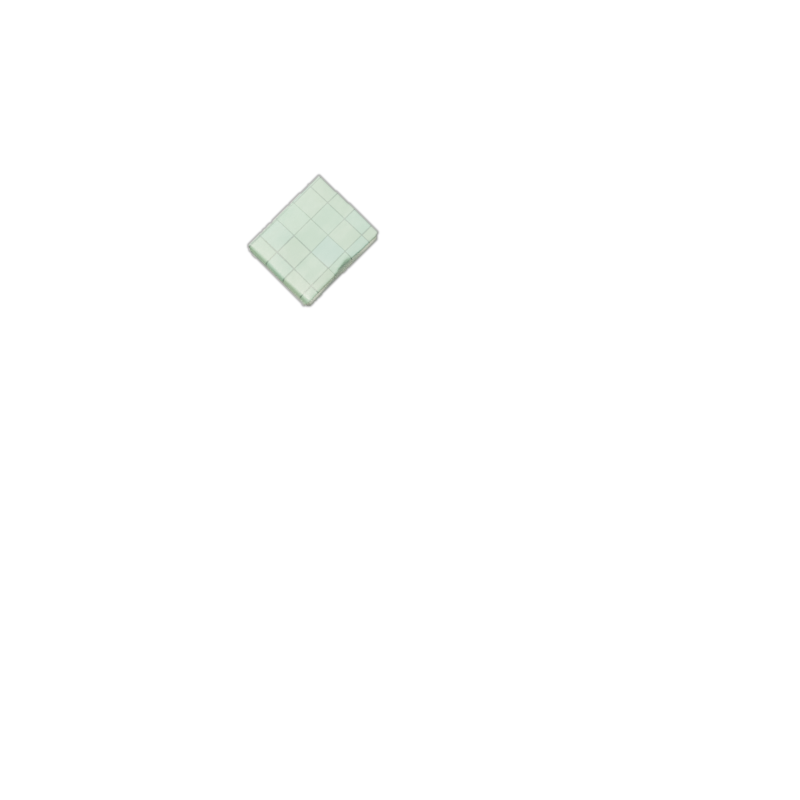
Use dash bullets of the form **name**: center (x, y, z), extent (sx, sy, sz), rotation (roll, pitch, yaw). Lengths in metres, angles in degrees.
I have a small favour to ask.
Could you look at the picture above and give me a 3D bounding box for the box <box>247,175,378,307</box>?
- **box**: center (-0.075, -0.136, 0.952), extent (0.075, 0.090, 0.029), rotation (44, -9, 8)
